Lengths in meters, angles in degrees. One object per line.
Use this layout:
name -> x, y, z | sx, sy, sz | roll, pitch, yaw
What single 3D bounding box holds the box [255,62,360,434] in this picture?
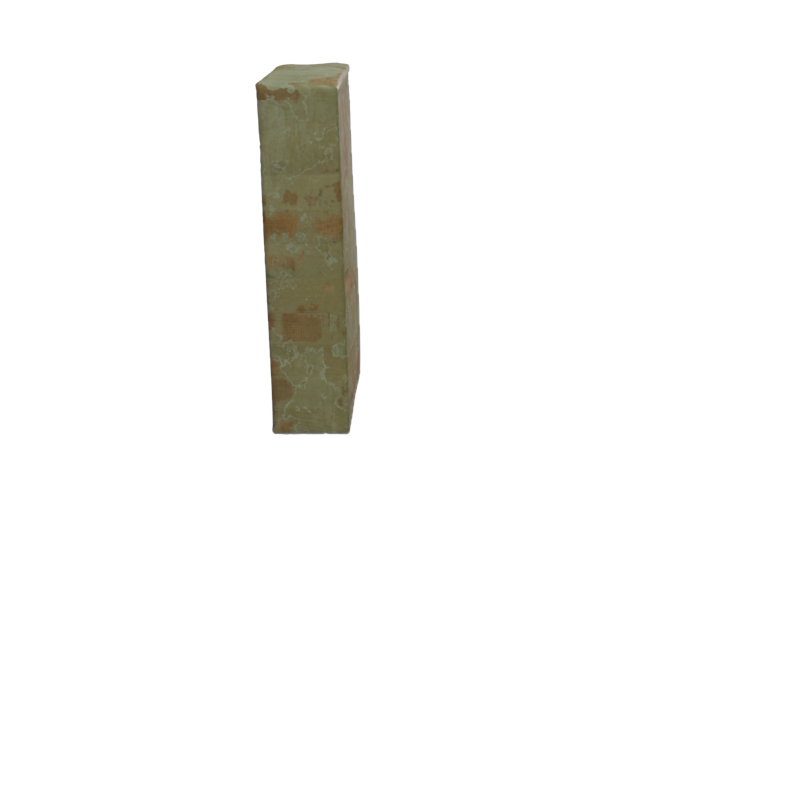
box -> -0.045, -0.082, 0.573 | 0.048, 0.170, 0.097 | 2, 17, 1
